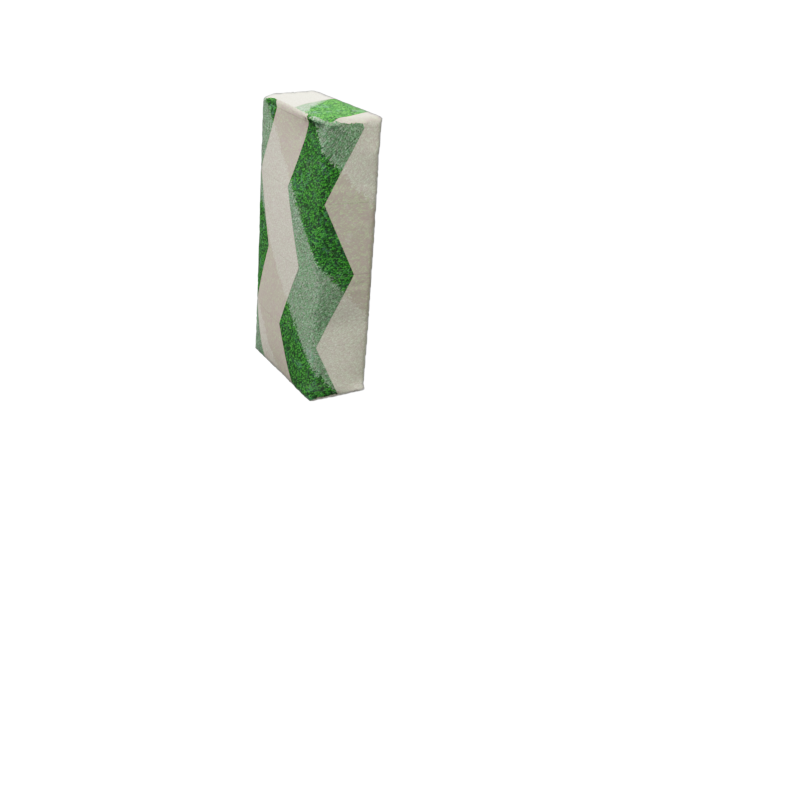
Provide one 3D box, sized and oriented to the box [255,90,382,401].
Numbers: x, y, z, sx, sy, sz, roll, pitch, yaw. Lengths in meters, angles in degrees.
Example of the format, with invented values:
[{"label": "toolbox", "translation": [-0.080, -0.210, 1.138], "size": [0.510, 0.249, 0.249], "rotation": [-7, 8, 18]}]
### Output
[{"label": "box", "translation": [-0.055, -0.099, 0.696], "size": [0.047, 0.169, 0.100], "rotation": [-9, 22, -27]}]
